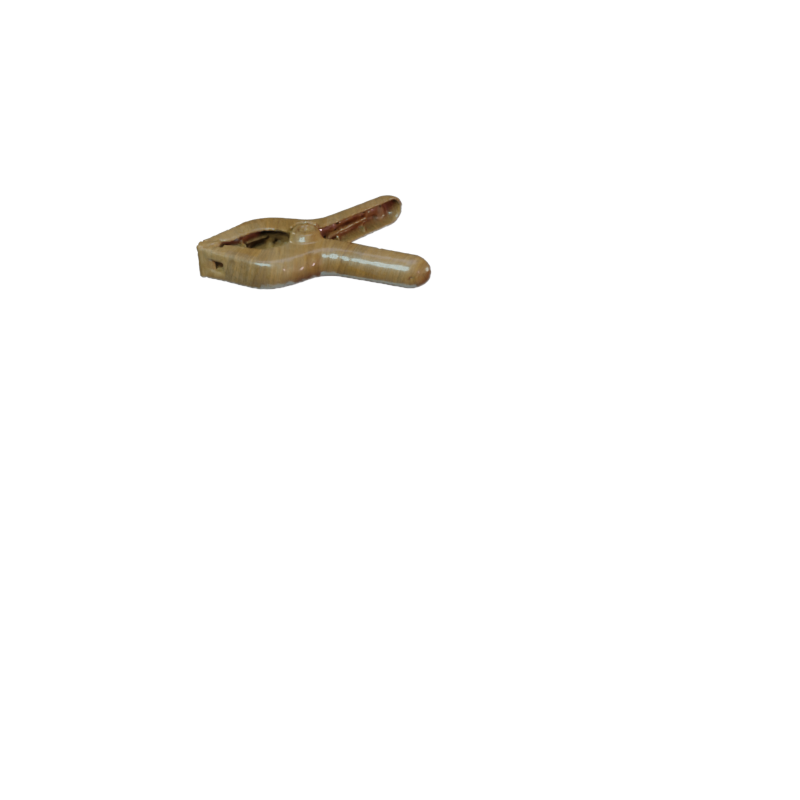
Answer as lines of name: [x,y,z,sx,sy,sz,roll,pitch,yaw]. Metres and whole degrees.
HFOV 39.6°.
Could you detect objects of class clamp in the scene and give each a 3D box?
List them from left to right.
clamp: [-0.066,-0.120,0.843,0.171,0.037,0.127,0,29,0]
